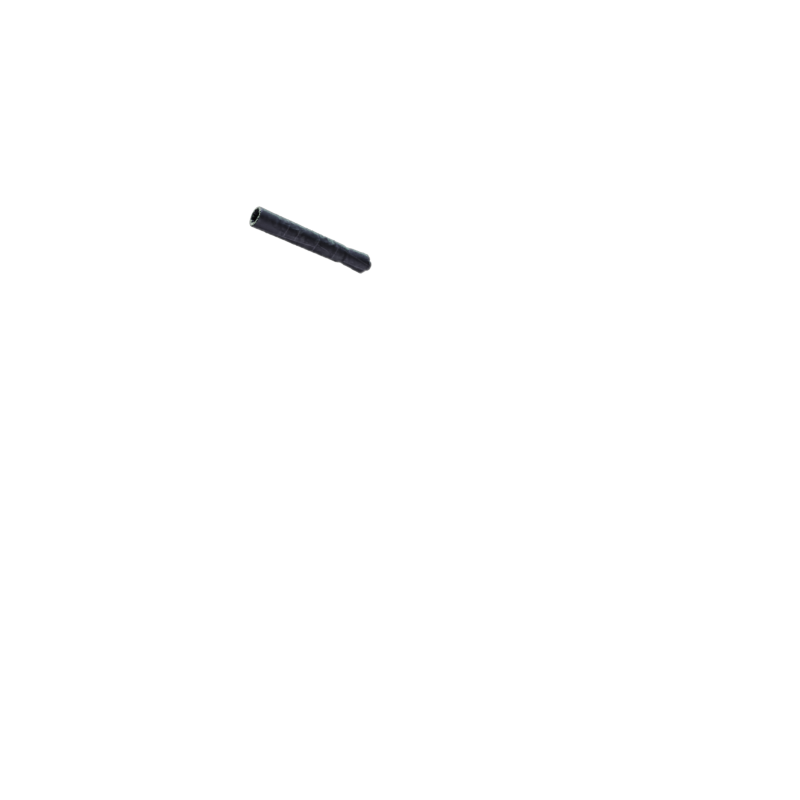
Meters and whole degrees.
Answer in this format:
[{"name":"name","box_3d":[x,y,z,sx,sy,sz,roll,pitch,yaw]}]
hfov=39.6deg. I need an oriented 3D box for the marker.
[{"name":"marker","box_3d":[-0.076,-0.139,0.971,0.115,0.020,0.020,21,-7,-27]}]
